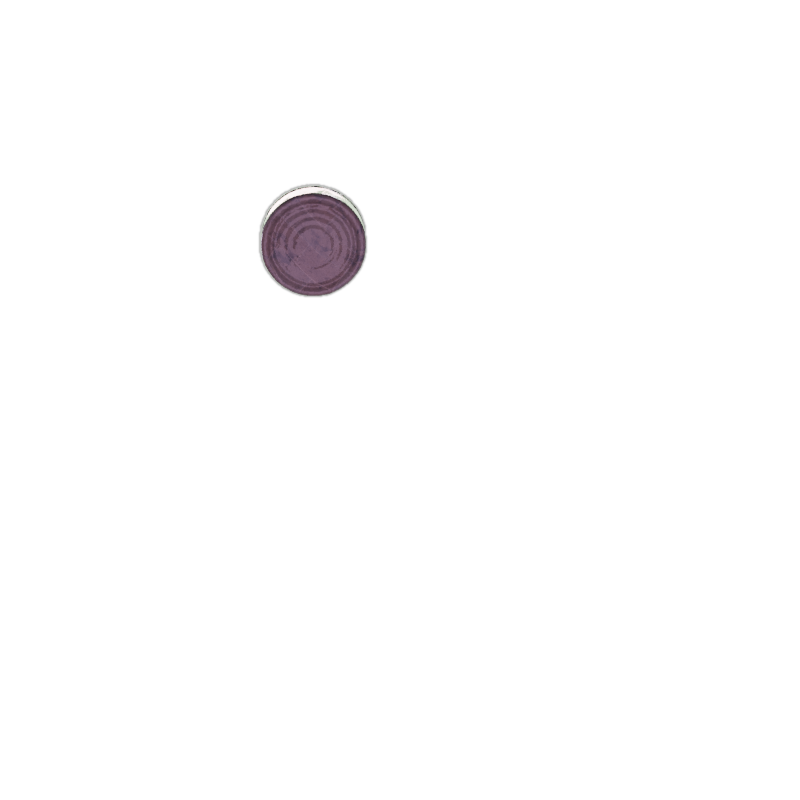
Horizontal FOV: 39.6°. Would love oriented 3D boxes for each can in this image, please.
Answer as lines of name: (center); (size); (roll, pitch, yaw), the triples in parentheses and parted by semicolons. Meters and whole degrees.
can: (-0.069, -0.127, 0.887); (0.086, 0.083, 0.035); (0, 15, -1)
